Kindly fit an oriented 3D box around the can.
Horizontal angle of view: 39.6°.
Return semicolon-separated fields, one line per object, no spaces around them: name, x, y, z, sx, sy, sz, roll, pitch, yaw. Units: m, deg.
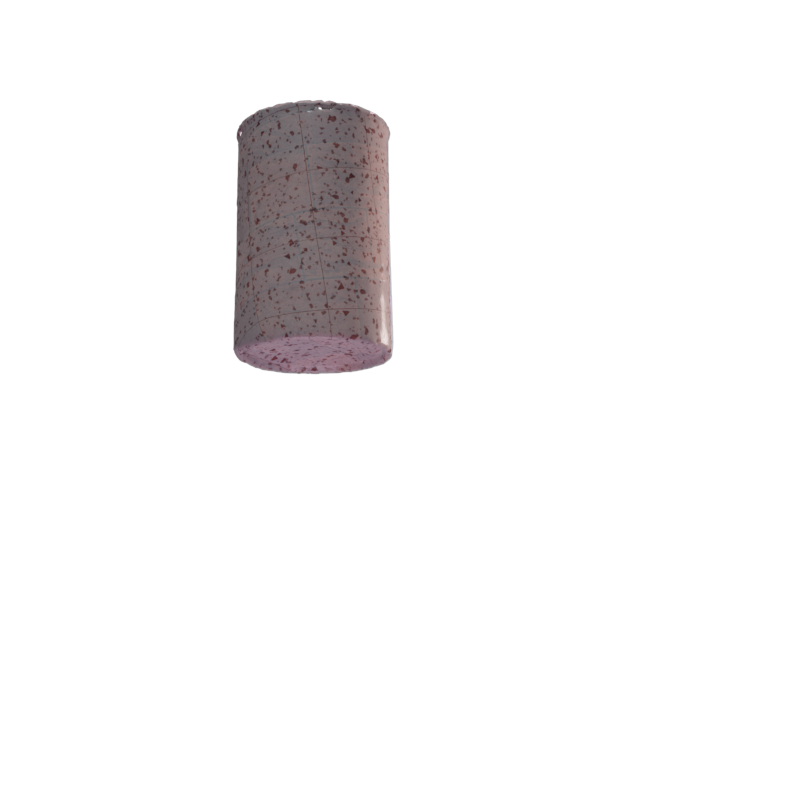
can;-0.037;-0.068;0.476;0.068;0.107;0.066;0;-17;-2
